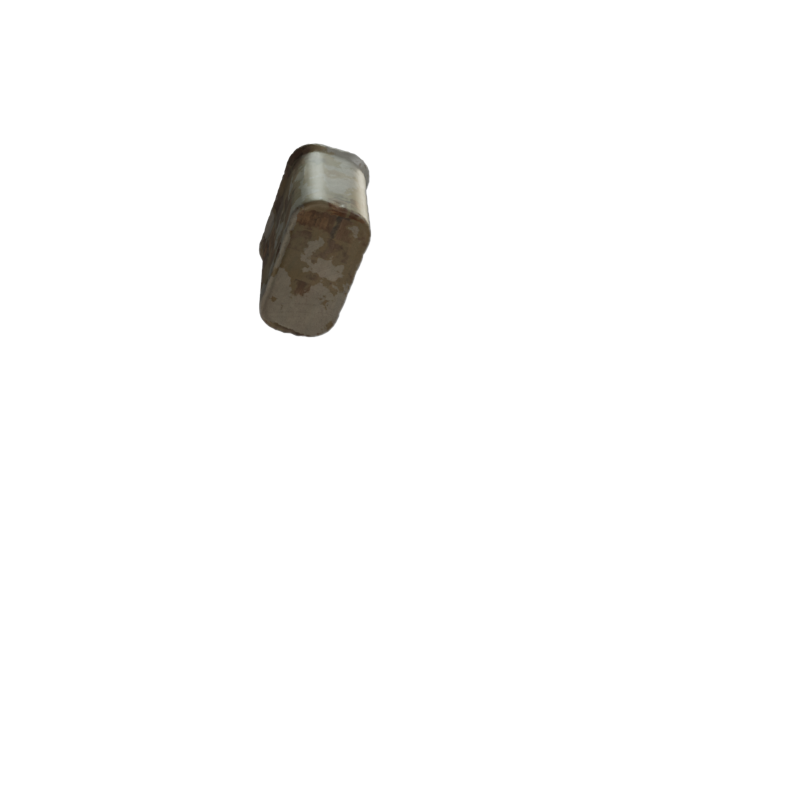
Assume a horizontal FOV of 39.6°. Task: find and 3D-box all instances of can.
[{"bbox_3d":[-0.056,-0.103,0.722,0.056,0.098,0.089,16,30,-13],"label":"can"}]
